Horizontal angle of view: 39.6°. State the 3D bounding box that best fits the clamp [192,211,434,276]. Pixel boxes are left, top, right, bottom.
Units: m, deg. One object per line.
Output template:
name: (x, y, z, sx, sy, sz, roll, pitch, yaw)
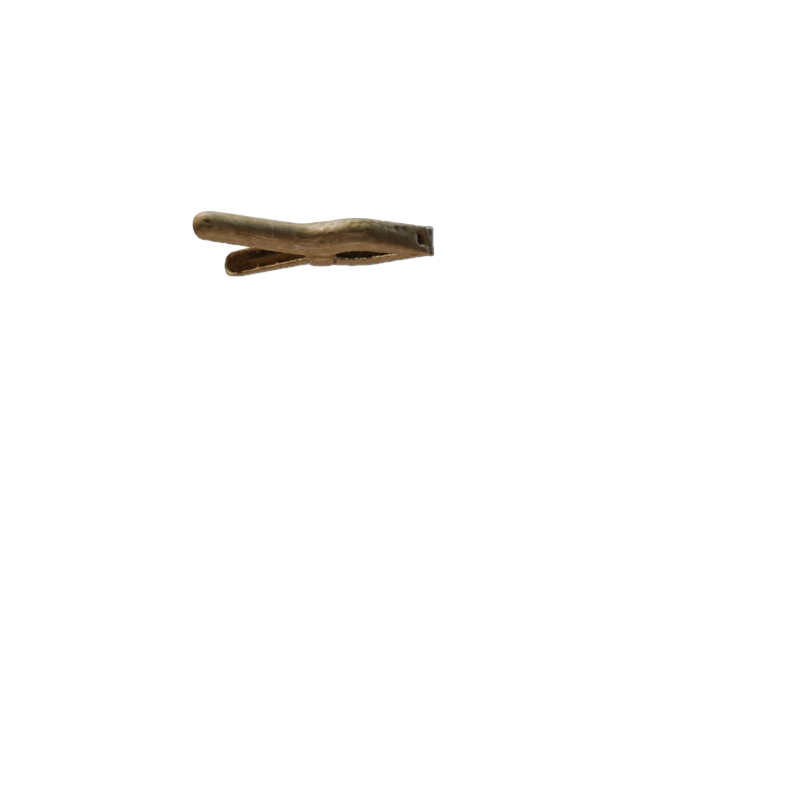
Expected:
clamp: (-0.077, -0.141, 0.986, 0.213, 0.037, 0.158, -1, -6, 11)
